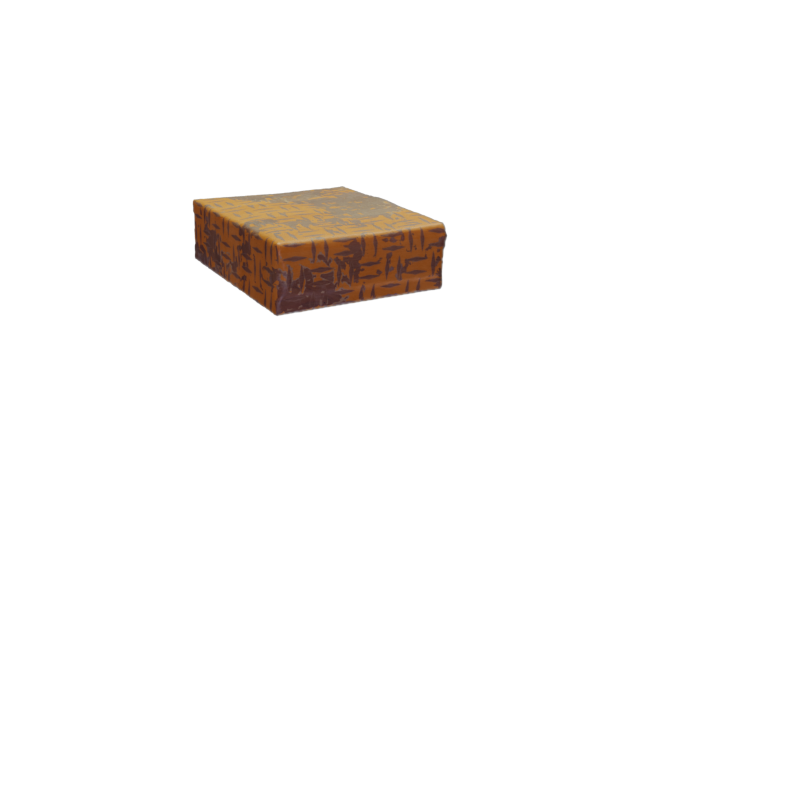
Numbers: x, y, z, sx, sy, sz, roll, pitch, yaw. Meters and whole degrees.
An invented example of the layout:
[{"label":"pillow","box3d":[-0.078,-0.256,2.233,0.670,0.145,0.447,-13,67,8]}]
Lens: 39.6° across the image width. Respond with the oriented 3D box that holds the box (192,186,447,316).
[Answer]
[{"label":"box","box3d":[-0.035,-0.064,0.450,0.071,0.029,0.095,-10,23,-26]}]
